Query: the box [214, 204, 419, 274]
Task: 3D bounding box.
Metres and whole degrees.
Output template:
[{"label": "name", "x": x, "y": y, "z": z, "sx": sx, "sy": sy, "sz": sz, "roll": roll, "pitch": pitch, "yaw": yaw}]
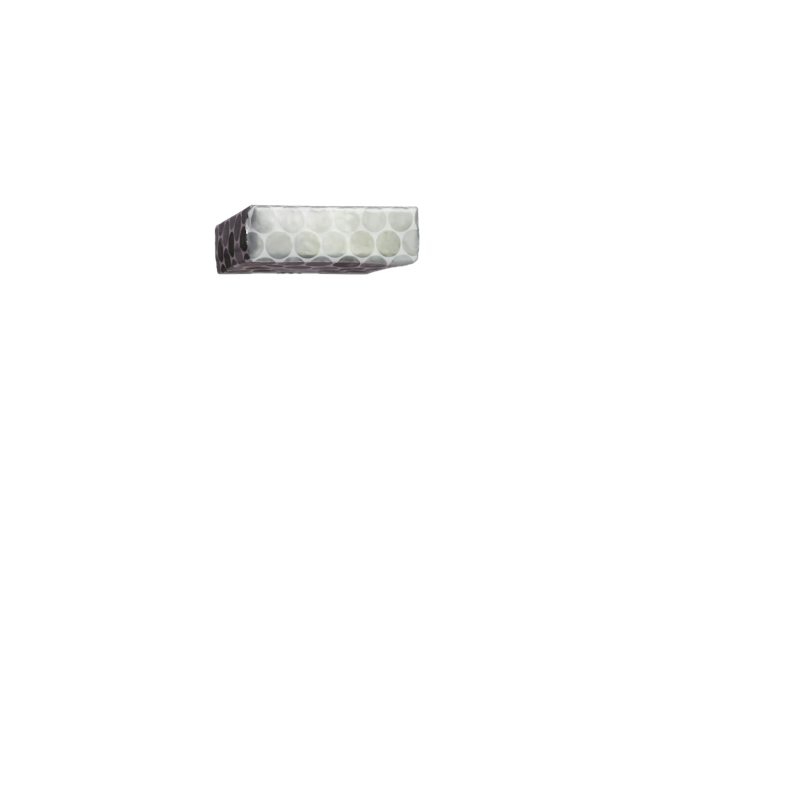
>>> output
[{"label": "box", "x": -0.056, "y": -0.102, "z": 0.714, "sx": 0.111, "sy": 0.039, "sz": 0.091, "roll": 0, "pitch": 1, "yaw": -20}]
